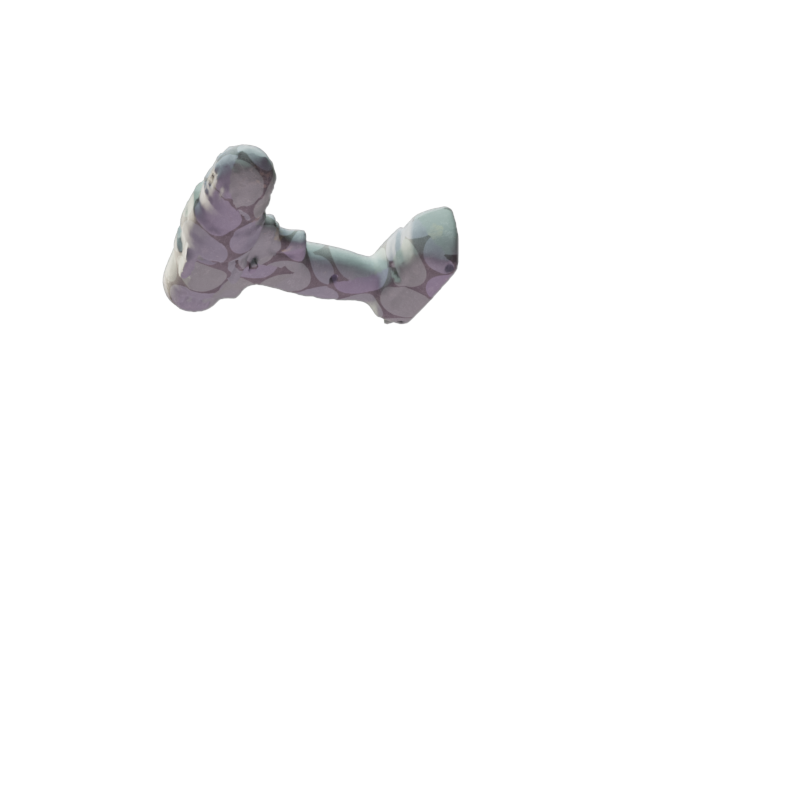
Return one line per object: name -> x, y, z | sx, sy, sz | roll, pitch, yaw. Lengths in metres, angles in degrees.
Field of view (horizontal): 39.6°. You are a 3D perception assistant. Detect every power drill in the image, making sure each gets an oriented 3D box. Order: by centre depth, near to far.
power drill -> -0.059, -0.108, 0.760 | 0.183, 0.061, 0.180 | 7, -22, -18
